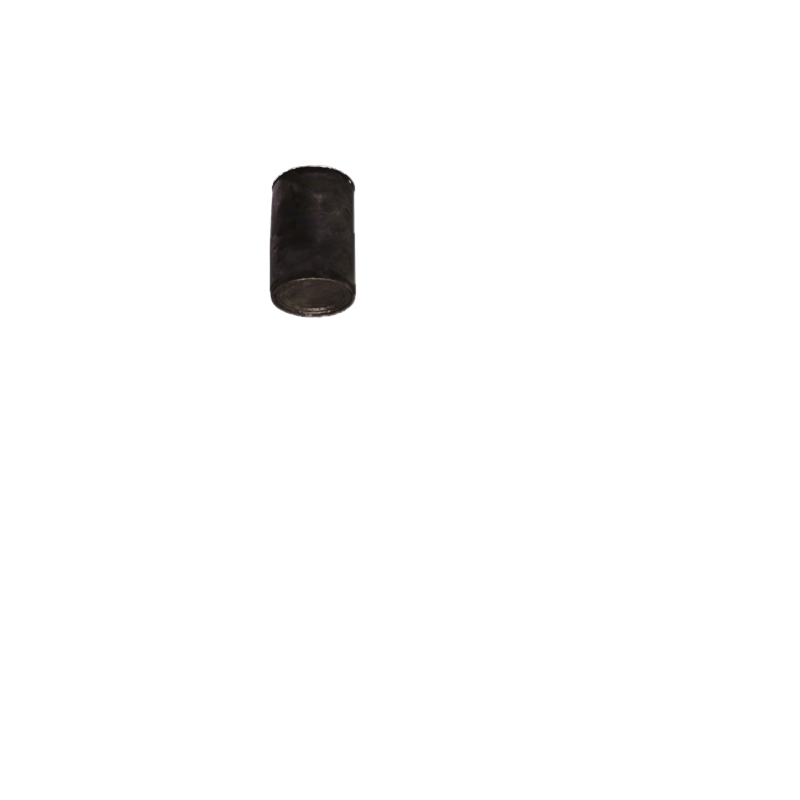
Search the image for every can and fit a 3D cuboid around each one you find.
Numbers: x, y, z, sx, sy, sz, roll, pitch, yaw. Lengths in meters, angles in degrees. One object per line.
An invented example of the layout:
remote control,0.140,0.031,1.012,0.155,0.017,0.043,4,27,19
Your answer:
can,-0.068,-0.125,0.873,0.068,0.109,0.065,0,-28,-2
